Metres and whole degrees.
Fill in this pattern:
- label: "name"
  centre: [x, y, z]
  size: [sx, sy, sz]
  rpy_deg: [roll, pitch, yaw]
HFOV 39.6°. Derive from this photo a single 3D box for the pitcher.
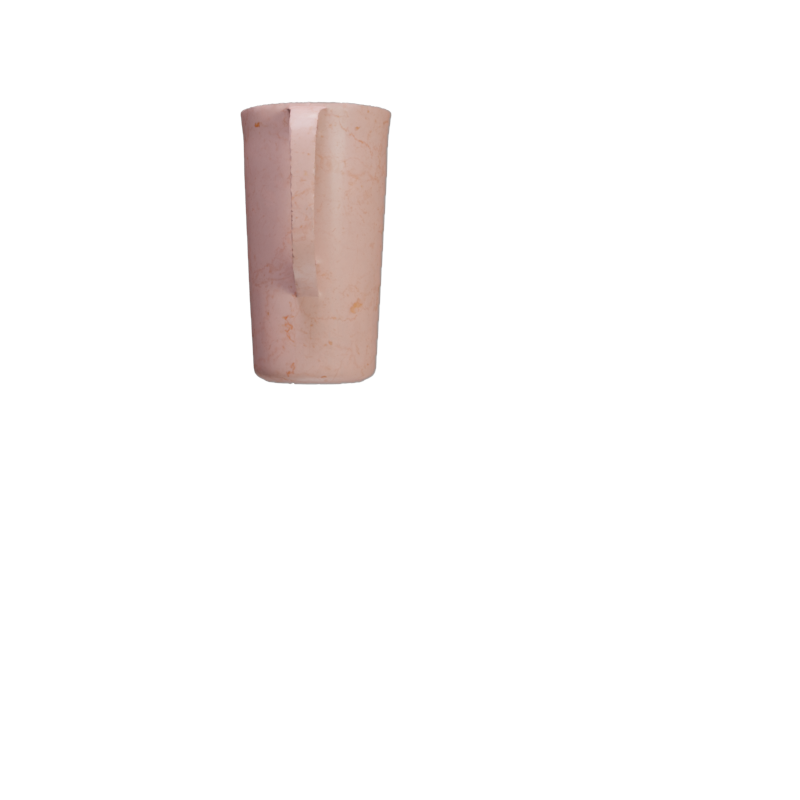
- label: "pitcher"
  centre: [-0.076, -0.138, 0.967]
  size: [0.143, 0.244, 0.150]
  rpy_deg: [0, -1, -43]
